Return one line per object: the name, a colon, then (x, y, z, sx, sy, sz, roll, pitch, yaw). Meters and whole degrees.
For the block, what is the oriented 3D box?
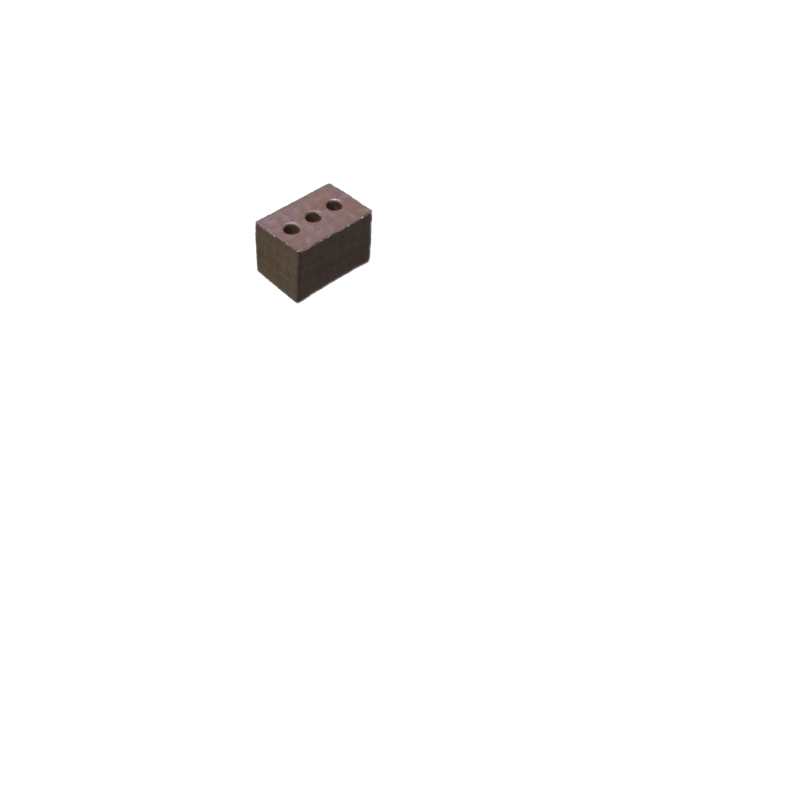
block: (-0.067, -0.123, 0.861, 0.078, 0.048, 0.056, -34, 54, -31)
